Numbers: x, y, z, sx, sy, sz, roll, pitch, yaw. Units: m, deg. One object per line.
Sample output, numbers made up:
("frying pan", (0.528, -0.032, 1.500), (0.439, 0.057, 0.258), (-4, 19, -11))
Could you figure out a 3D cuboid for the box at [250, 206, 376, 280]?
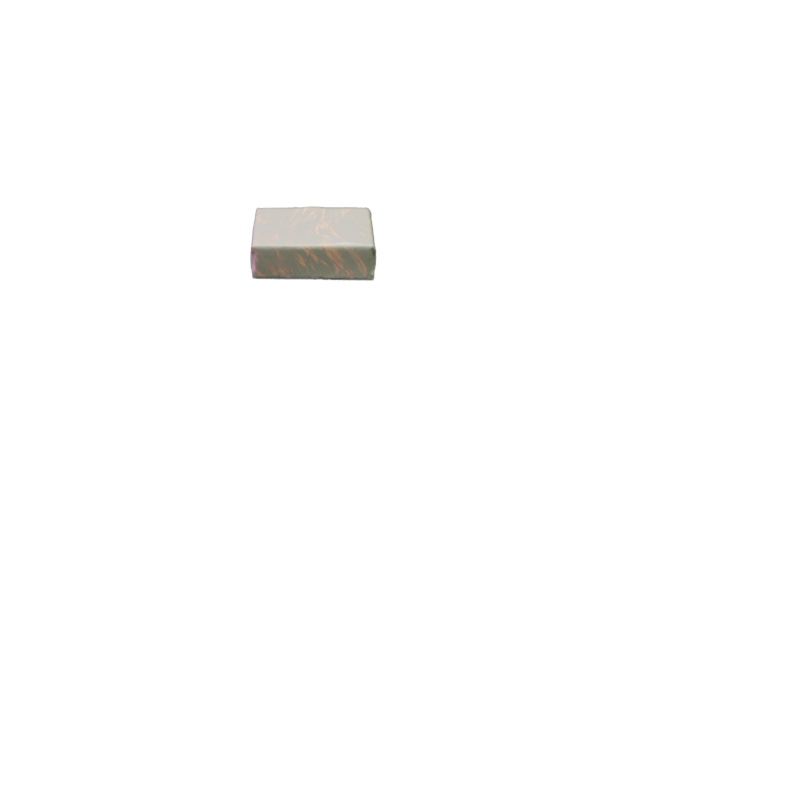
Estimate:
("box", (-0.063, -0.116, 0.811), (0.089, 0.028, 0.077), (-1, 29, -2))
